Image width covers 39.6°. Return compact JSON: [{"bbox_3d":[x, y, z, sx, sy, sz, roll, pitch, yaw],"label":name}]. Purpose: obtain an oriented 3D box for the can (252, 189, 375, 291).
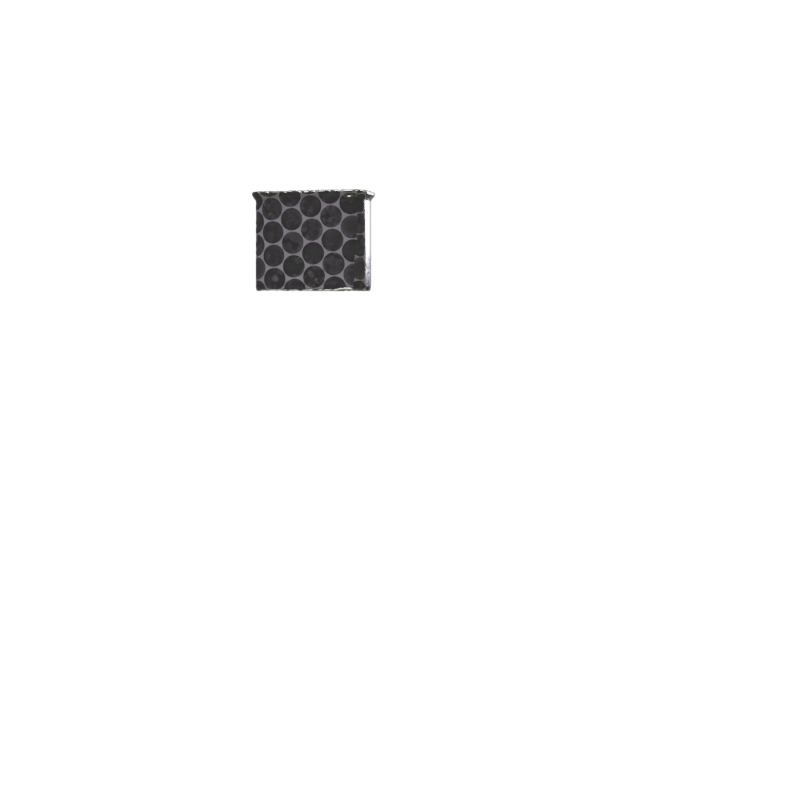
[{"bbox_3d":[-0.073,-0.134,0.939,0.104,0.084,0.056,1,0,16],"label":"can"}]
